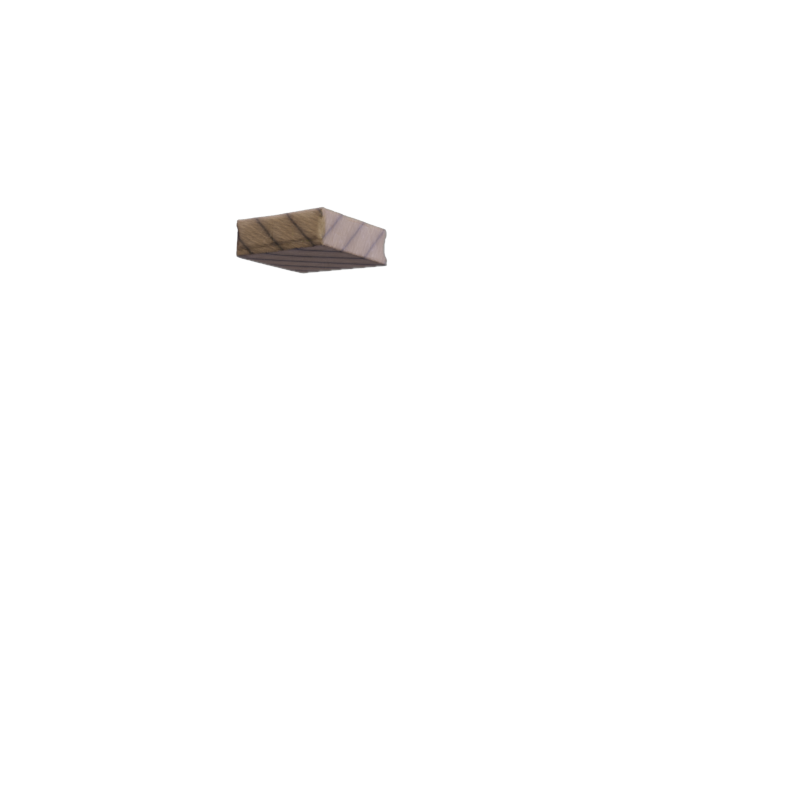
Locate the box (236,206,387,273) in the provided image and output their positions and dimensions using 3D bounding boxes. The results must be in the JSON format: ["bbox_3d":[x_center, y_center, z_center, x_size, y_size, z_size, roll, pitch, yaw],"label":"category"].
[{"bbox_3d":[-0.062,-0.112,0.788,0.075,0.031,0.085,-3,-5,31],"label":"box"}]
